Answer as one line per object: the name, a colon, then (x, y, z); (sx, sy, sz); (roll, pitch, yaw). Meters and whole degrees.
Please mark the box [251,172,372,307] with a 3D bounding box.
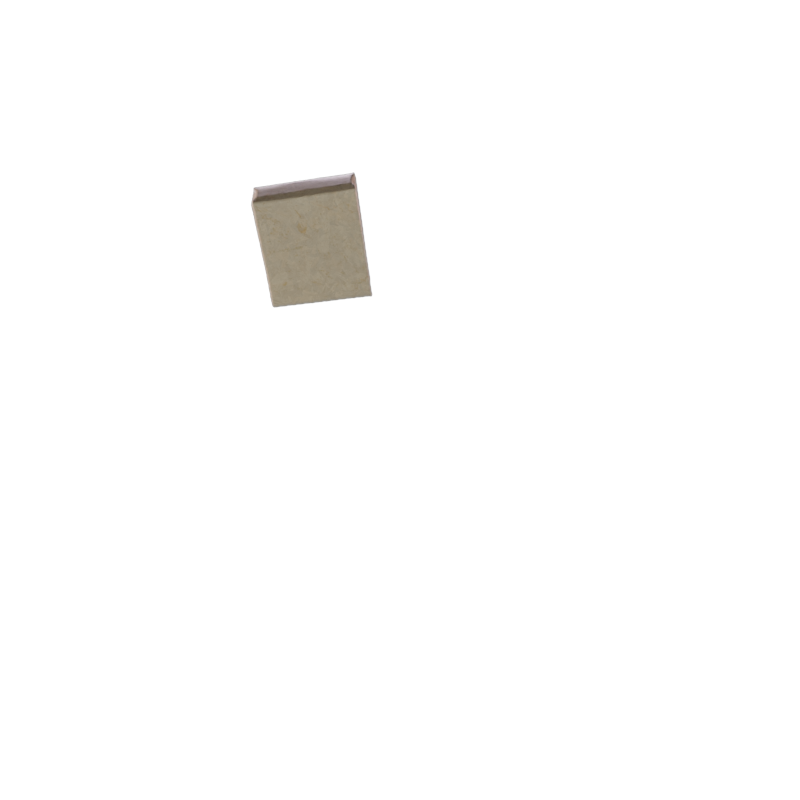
box: (-0.062, -0.112, 0.786); (0.073, 0.084, 0.032); (-7, 30, 4)
